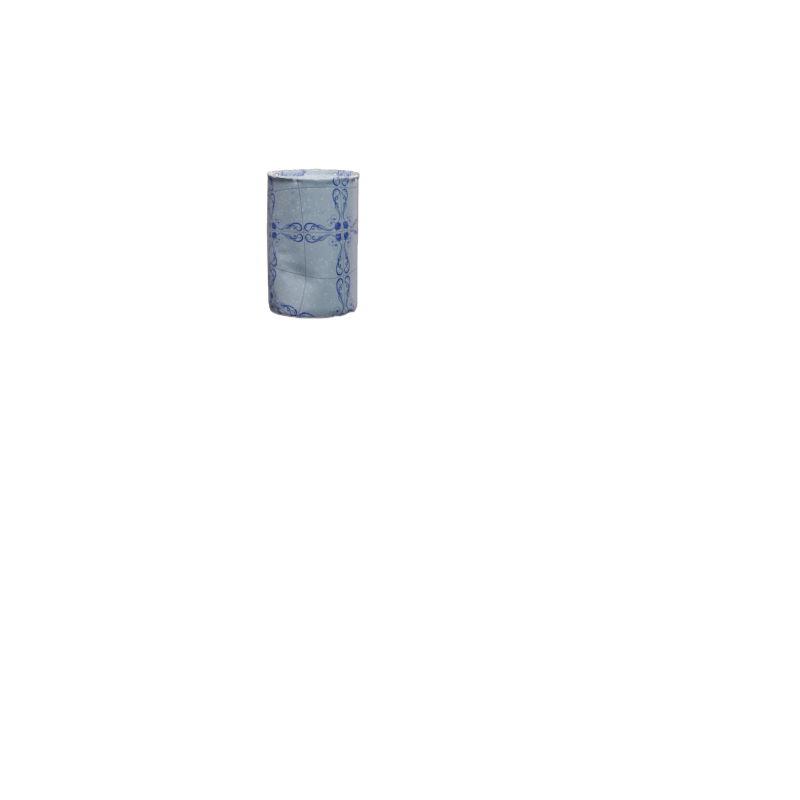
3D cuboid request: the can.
[{"bbox_3d":[-0.064,-0.116,0.816,0.068,0.100,0.070,0,11,-2],"label":"can"}]
